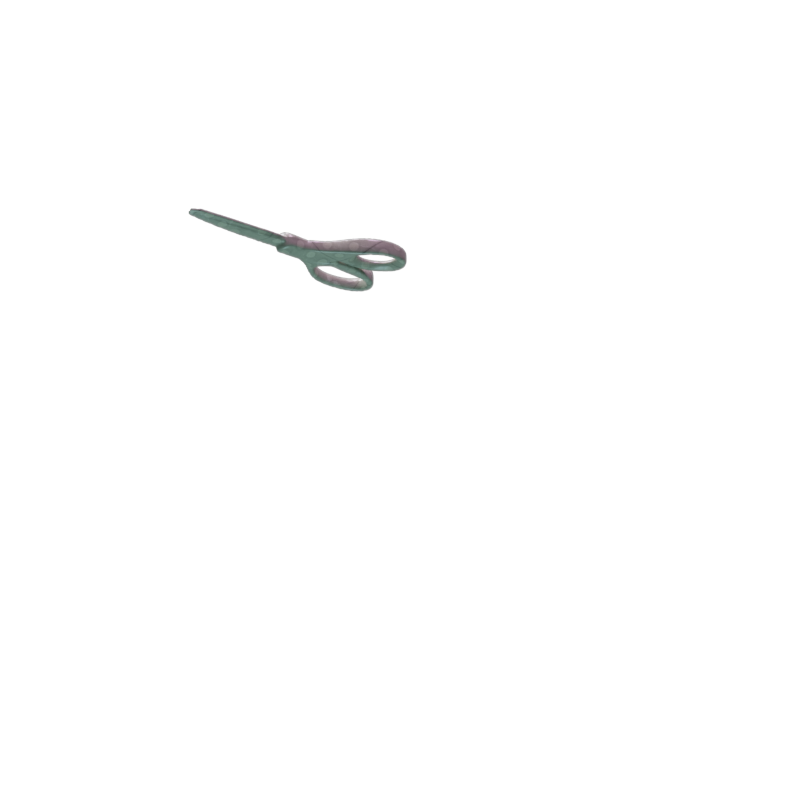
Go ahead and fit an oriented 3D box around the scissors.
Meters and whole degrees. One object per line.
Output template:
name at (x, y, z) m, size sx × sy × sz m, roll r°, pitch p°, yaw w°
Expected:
scissors at (-0.071, -0.129, 0.903) m, size 0.098 × 0.016 × 0.189 m, roll -11°, pitch -21°, yaw 31°
